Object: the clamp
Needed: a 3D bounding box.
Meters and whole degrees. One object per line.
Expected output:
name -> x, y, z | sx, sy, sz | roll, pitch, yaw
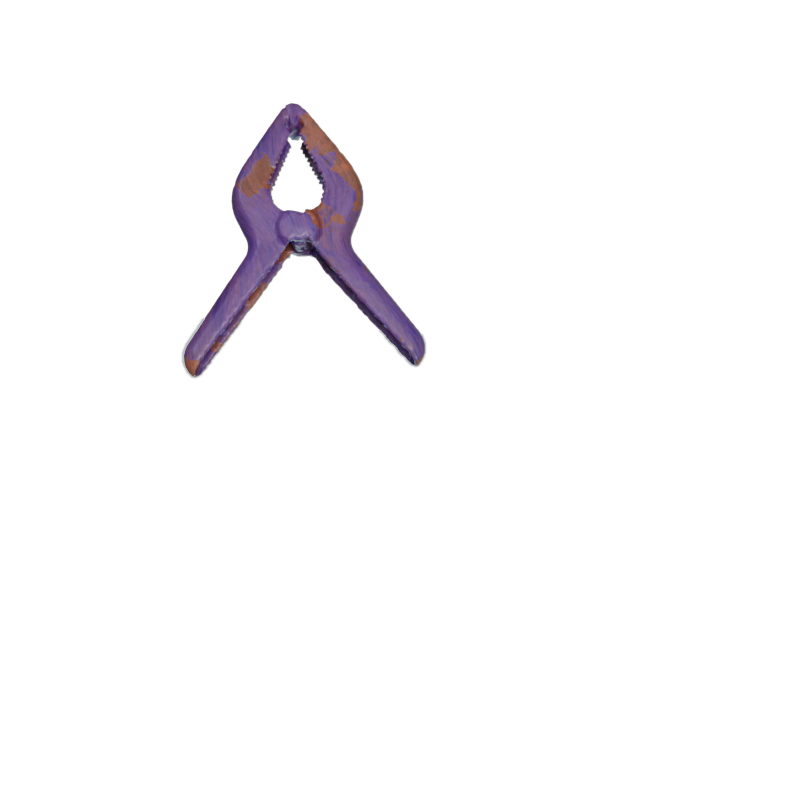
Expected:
clamp -> -0.062, -0.113, 0.791 | 0.165, 0.220, 0.035 | 3, -22, 1
